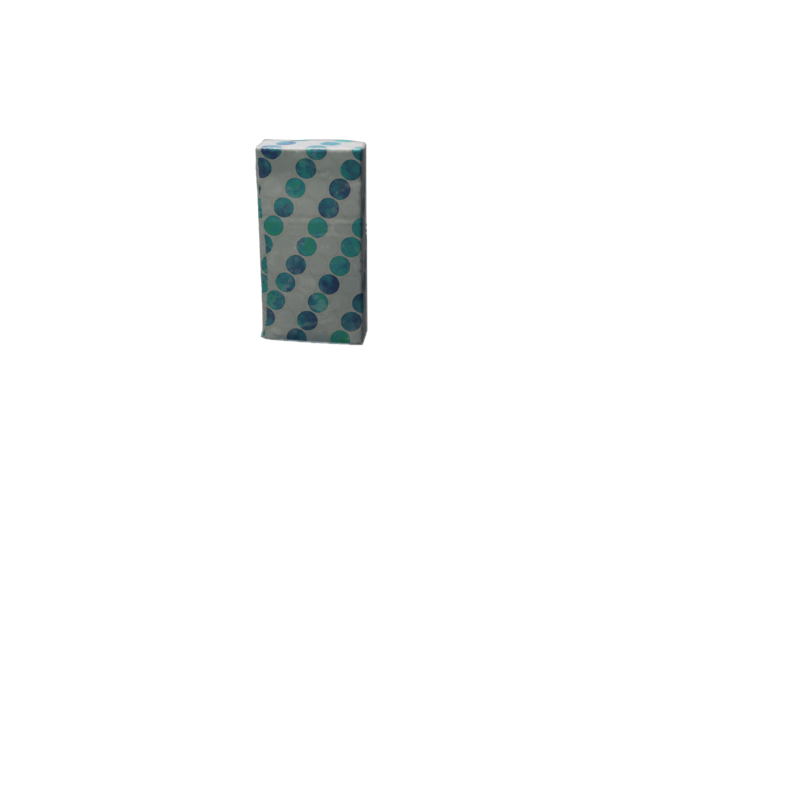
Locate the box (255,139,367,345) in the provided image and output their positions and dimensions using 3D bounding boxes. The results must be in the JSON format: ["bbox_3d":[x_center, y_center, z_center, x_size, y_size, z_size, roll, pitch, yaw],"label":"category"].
[{"bbox_3d":[-0.075,-0.138,0.966,0.094,0.170,0.049,3,15,8],"label":"box"}]
